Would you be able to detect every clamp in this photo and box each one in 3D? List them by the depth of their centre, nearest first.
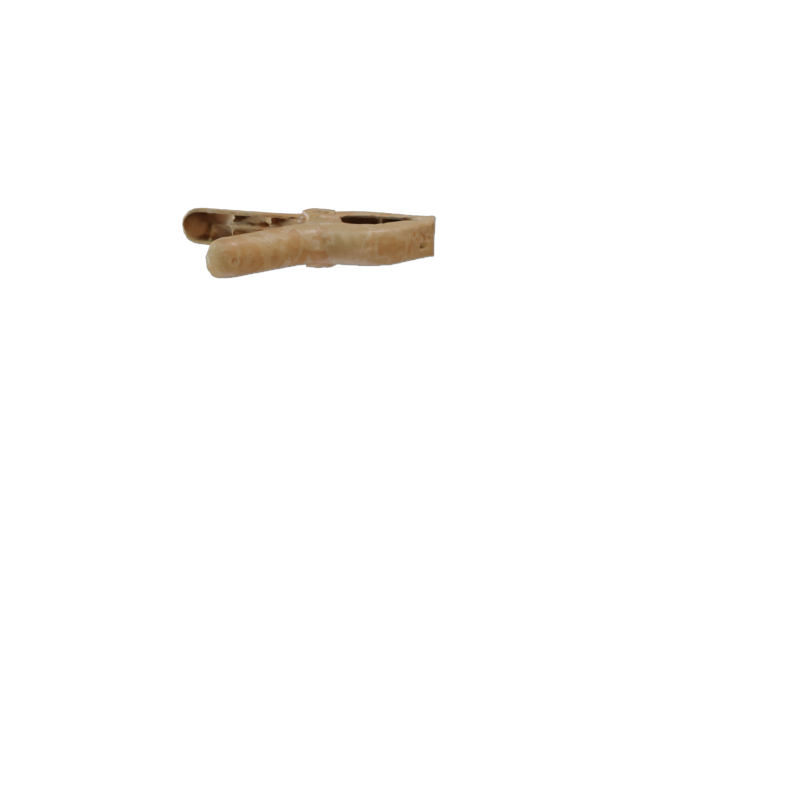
[{"bbox_3d":[-0.056,-0.103,0.721,0.170,0.037,0.127,-3,25,-6],"label":"clamp"}]
